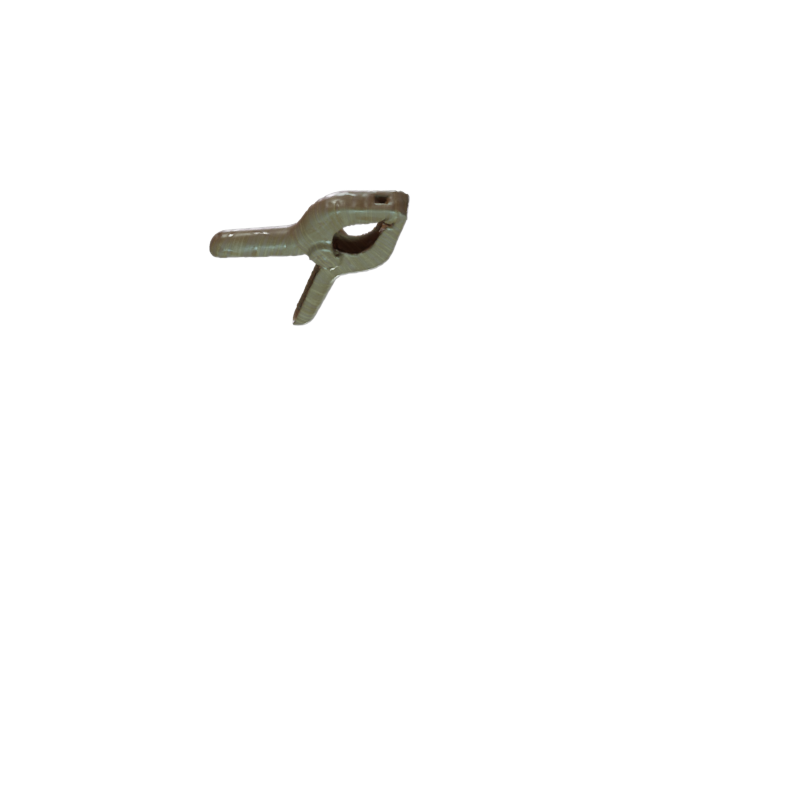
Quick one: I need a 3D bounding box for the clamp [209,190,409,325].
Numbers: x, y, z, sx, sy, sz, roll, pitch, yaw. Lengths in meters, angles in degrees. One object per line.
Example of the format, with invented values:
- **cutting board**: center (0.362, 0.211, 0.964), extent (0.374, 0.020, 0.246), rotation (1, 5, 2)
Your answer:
- **clamp**: center (-0.071, -0.130, 0.912), extent (0.113, 0.042, 0.170), rotation (31, -48, -32)
